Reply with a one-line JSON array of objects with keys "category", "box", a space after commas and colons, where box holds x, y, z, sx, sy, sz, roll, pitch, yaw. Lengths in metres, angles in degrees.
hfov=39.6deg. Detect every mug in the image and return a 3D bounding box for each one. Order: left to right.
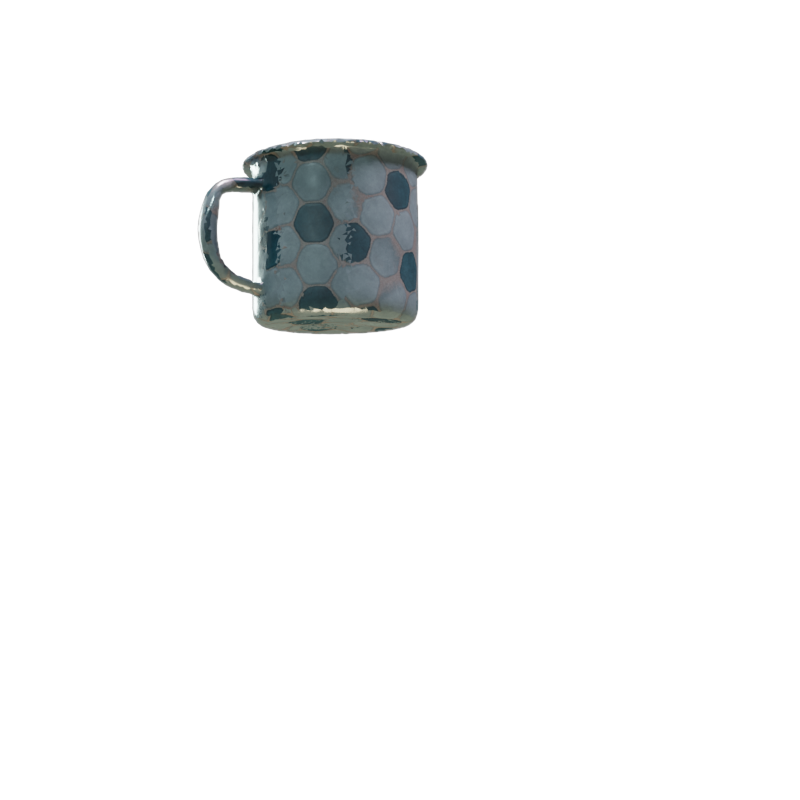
[{"category": "mug", "box": [-0.043, -0.078, 0.545, 0.113, 0.084, 0.094, 3, -8, -28]}]
